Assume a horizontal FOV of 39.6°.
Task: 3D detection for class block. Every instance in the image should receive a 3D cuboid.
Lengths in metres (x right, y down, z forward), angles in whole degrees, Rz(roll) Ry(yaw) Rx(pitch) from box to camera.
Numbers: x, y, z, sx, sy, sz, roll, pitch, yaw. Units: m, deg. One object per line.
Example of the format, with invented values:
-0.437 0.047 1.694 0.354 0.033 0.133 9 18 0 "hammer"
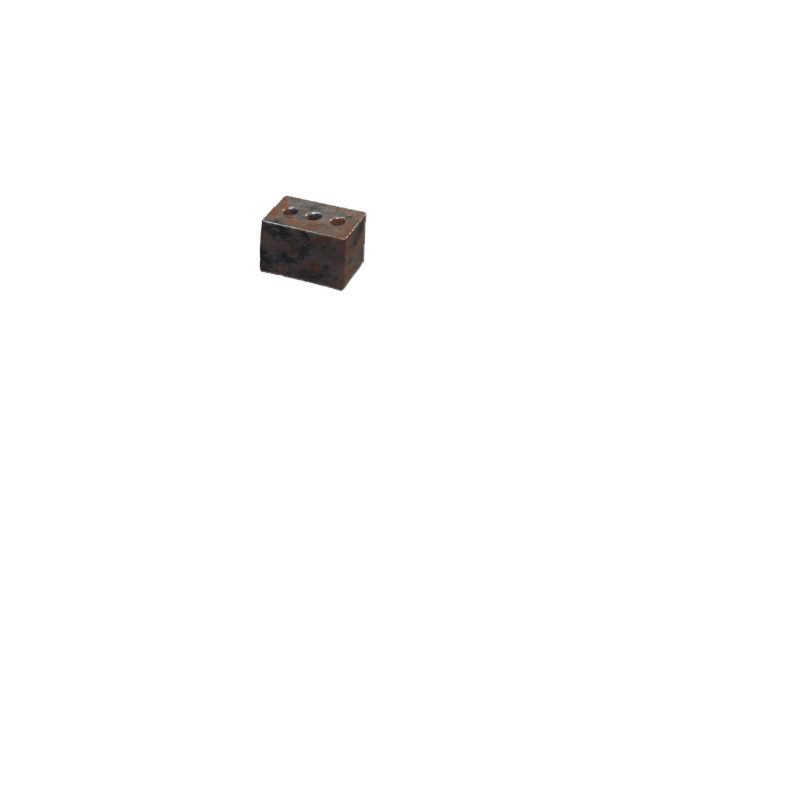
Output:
-0.073 -0.134 0.937 0.080 0.048 0.054 14 37 17 "block"
